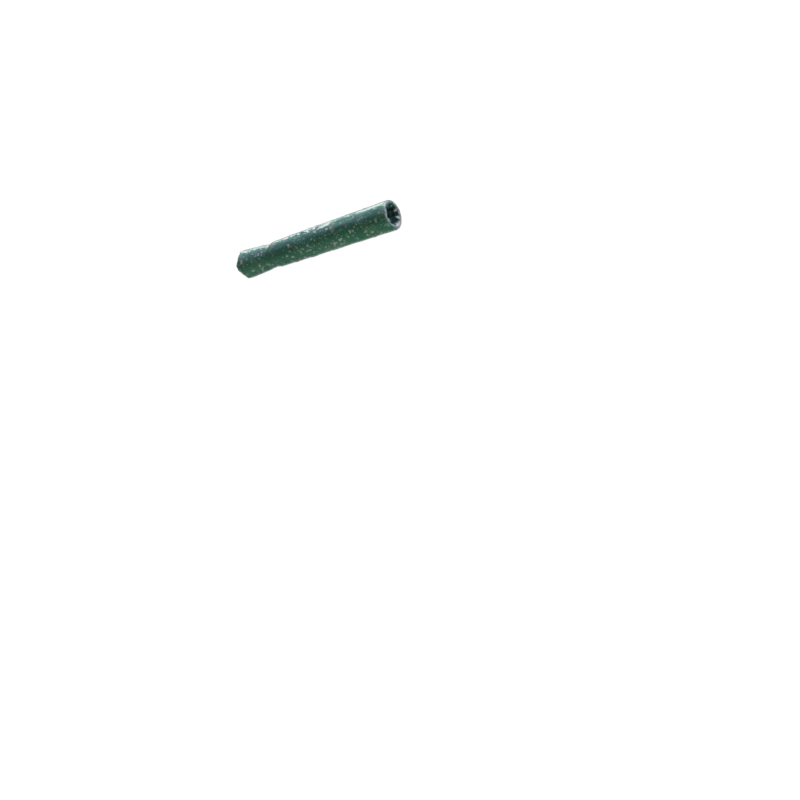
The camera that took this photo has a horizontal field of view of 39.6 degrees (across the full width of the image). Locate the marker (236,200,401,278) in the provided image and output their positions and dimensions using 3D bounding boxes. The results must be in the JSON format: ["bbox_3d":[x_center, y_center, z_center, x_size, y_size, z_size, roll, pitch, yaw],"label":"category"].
[{"bbox_3d":[-0.054,-0.098,0.687,0.123,0.020,0.019,-13,-4,34],"label":"marker"}]
